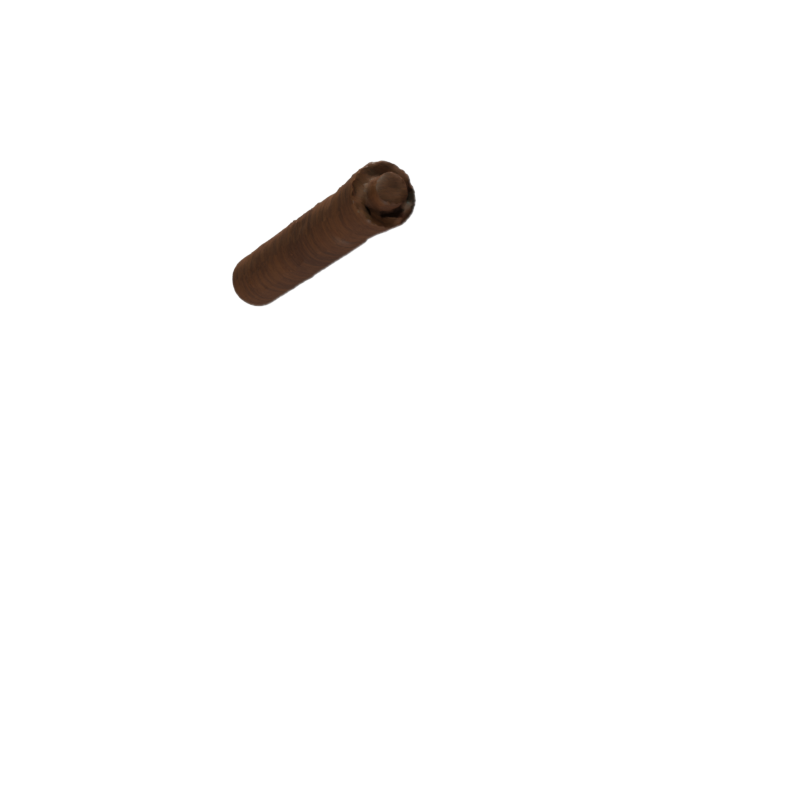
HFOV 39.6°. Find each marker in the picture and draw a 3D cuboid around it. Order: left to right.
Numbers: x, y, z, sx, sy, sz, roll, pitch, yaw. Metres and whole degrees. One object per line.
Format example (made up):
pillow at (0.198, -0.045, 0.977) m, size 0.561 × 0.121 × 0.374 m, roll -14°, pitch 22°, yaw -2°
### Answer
marker at (-0.027, -0.049, 0.343) m, size 0.019 × 0.020 × 0.121 m, roll -1°, pitch -6°, yaw -24°
